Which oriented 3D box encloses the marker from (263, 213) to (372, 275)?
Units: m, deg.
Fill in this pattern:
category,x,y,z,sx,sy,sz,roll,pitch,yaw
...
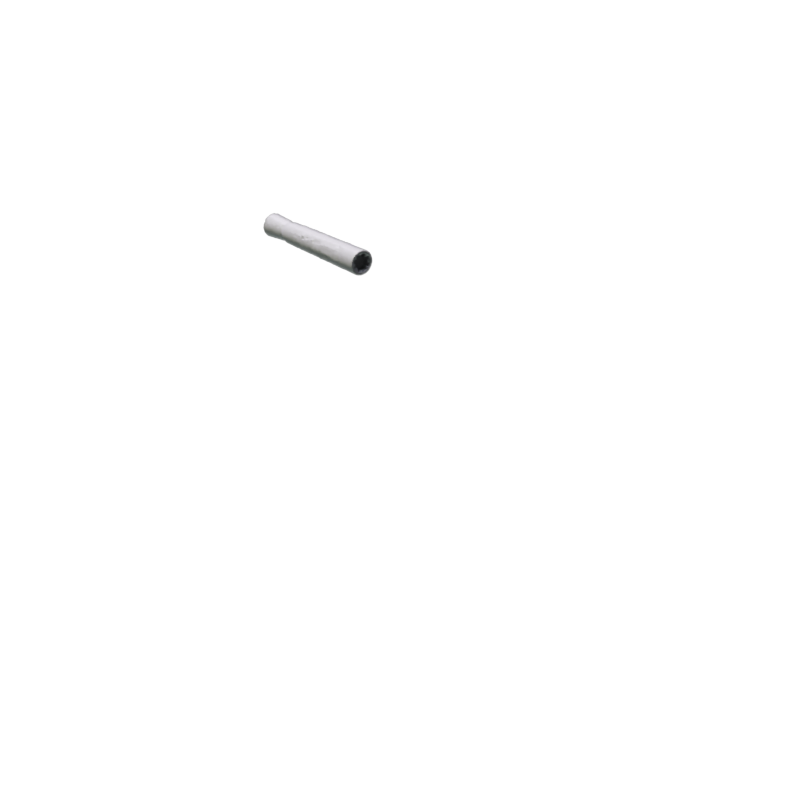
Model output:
category,x,y,z,sx,sy,sz,roll,pitch,yaw
marker,-0.064,-0.117,0.817,0.019,0.019,0.129,-3,21,-37
